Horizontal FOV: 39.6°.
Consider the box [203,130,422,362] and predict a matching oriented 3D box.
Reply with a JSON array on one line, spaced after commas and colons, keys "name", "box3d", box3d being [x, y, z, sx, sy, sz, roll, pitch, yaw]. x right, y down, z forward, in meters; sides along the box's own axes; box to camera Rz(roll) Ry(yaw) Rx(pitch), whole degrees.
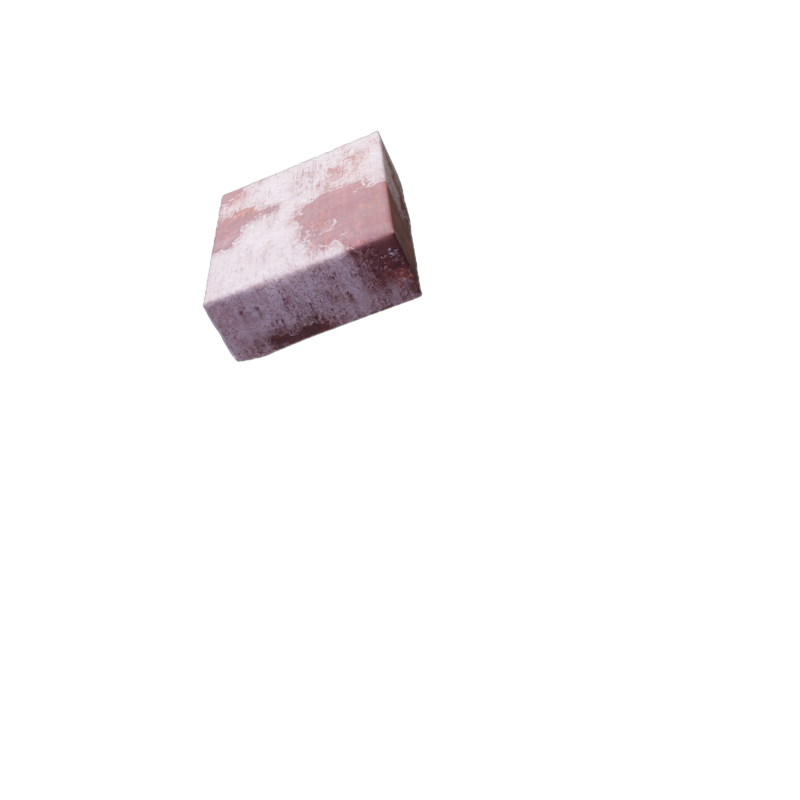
[{"name": "box", "box3d": [-0.075, -0.137, 0.957, 0.165, 0.067, 0.227, -21, 31, 9]}]
